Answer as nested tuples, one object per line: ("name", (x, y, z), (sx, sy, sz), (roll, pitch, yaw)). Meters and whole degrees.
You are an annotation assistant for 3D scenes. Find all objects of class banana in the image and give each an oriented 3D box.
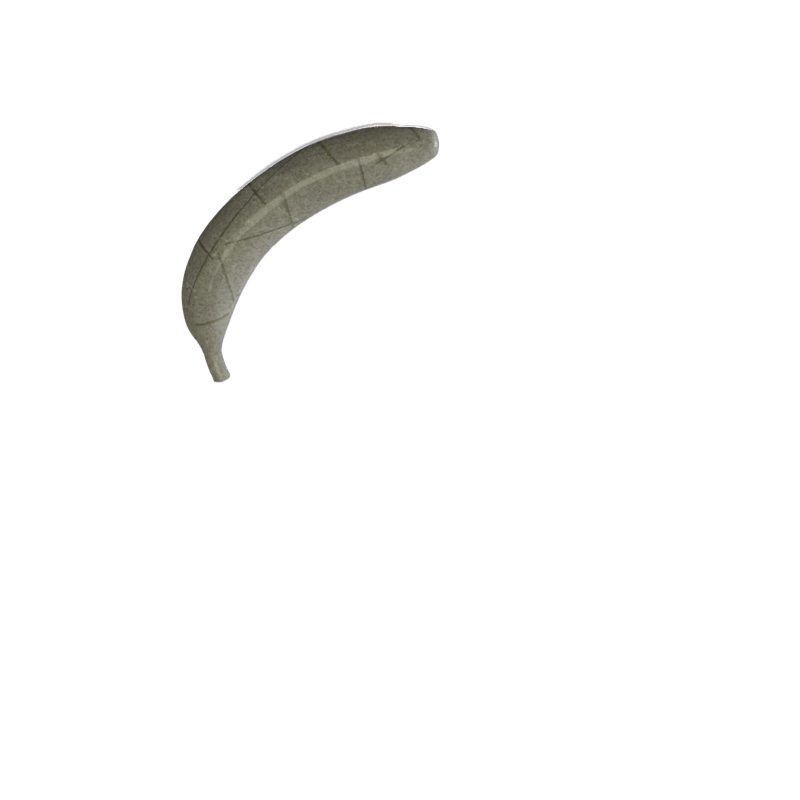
("banana", (-0.066, -0.099, 0.637), (0.067, 0.195, 0.039), (40, 18, -18))
